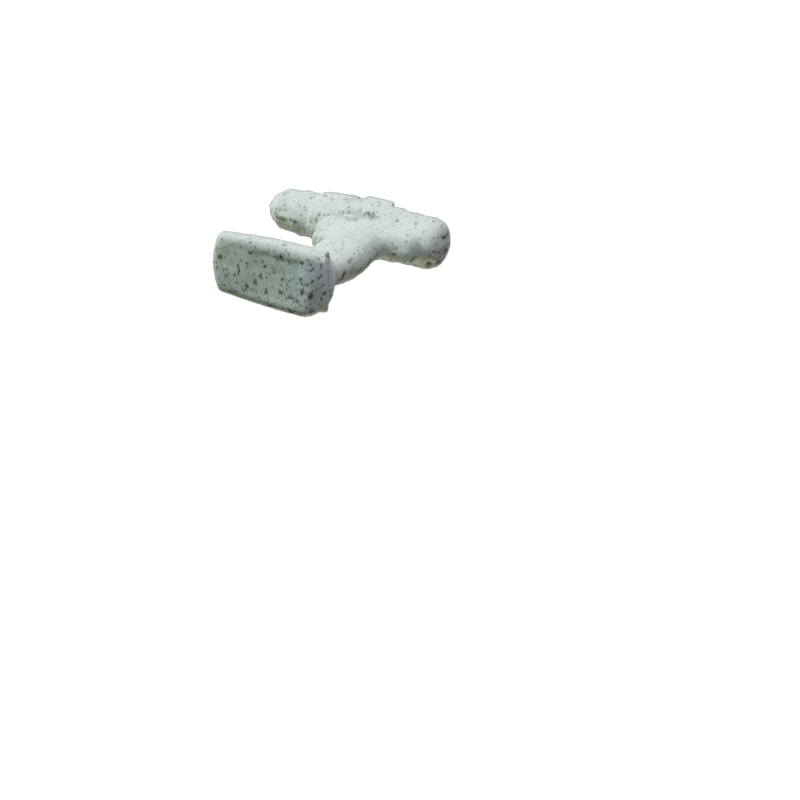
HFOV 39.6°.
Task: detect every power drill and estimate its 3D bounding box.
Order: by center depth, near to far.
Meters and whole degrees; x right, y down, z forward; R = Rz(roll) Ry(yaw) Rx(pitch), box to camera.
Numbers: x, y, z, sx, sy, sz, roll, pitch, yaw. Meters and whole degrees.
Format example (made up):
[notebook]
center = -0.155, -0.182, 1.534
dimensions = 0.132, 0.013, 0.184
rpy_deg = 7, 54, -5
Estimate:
[power drill]
center = -0.075, -0.136, 0.953
dimensions = 0.193, 0.055, 0.188
rpy_deg = 15, 29, 29
